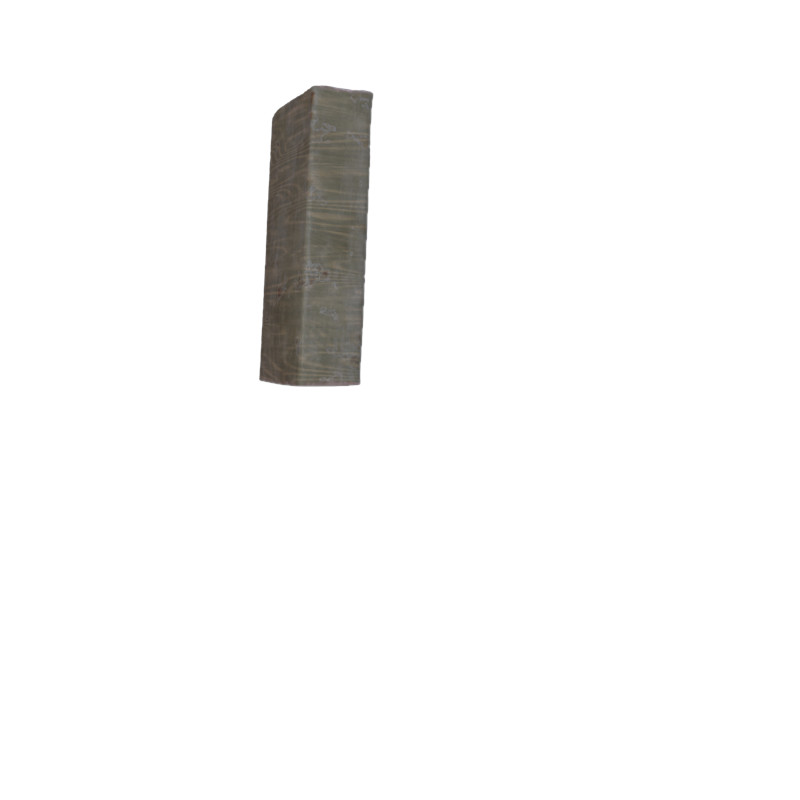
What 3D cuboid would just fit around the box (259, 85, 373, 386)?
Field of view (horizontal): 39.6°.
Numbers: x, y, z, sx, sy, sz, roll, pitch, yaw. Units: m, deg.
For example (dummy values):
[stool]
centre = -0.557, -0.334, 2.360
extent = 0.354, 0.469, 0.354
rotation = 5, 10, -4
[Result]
[box]
centre = -0.054, -0.098, 0.684
extent = 0.047, 0.178, 0.095
rotation = 2, -4, -21
